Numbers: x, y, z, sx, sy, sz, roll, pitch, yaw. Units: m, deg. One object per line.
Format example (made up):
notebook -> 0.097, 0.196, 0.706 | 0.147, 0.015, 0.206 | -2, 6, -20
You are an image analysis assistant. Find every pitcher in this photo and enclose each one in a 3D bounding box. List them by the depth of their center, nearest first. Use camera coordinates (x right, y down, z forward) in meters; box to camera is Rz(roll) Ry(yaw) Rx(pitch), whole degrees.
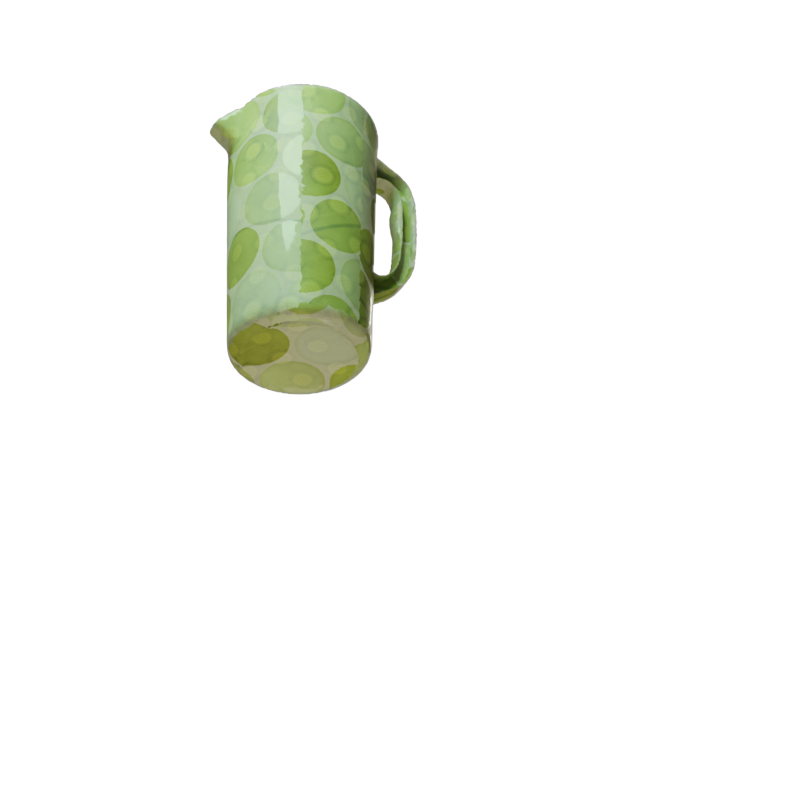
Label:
pitcher -> -0.070, -0.128, 0.898 | 0.150, 0.261, 0.134 | -12, -39, 12
